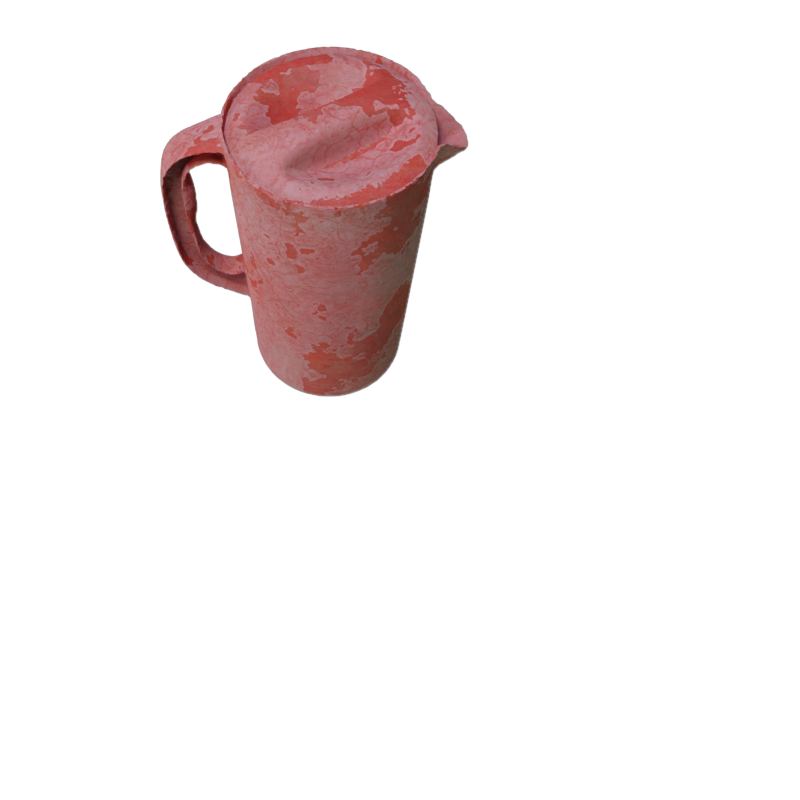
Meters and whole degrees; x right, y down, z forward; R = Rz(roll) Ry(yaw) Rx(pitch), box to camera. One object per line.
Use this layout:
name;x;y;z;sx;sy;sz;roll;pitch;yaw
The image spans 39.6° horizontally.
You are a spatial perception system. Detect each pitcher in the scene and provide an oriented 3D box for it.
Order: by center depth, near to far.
pitcher;-0.058;-0.106;0.745;0.157;0.147;0.227;35;-29;19
